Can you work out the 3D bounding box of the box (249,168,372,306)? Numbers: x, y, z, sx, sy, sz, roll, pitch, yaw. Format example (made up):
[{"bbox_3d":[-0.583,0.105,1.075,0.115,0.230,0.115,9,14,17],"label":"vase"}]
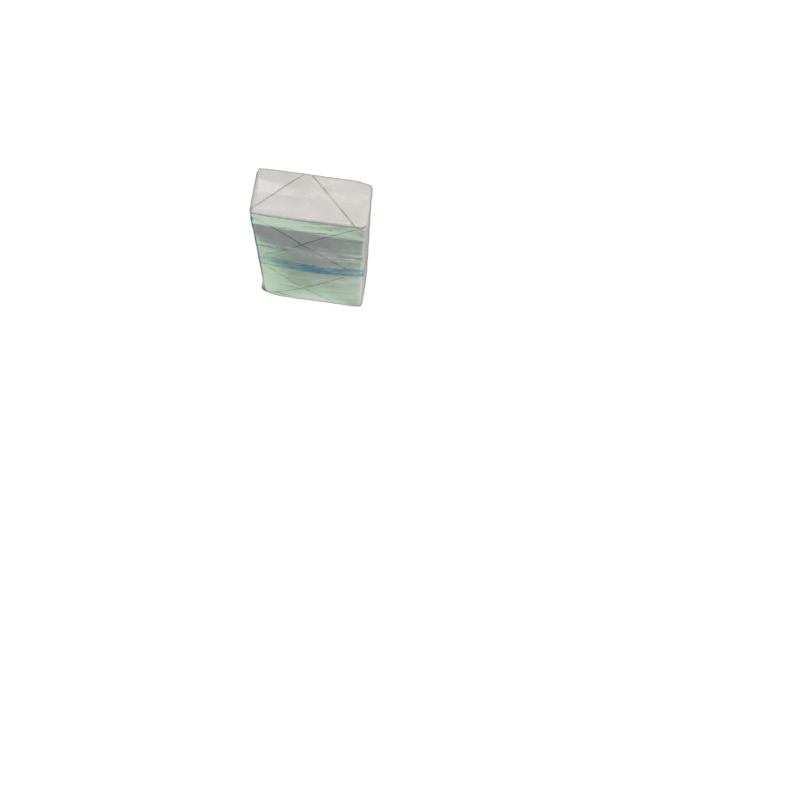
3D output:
[{"bbox_3d":[-0.072,-0.132,0.924,0.094,0.050,0.168,9,-19,0],"label":"box"}]
